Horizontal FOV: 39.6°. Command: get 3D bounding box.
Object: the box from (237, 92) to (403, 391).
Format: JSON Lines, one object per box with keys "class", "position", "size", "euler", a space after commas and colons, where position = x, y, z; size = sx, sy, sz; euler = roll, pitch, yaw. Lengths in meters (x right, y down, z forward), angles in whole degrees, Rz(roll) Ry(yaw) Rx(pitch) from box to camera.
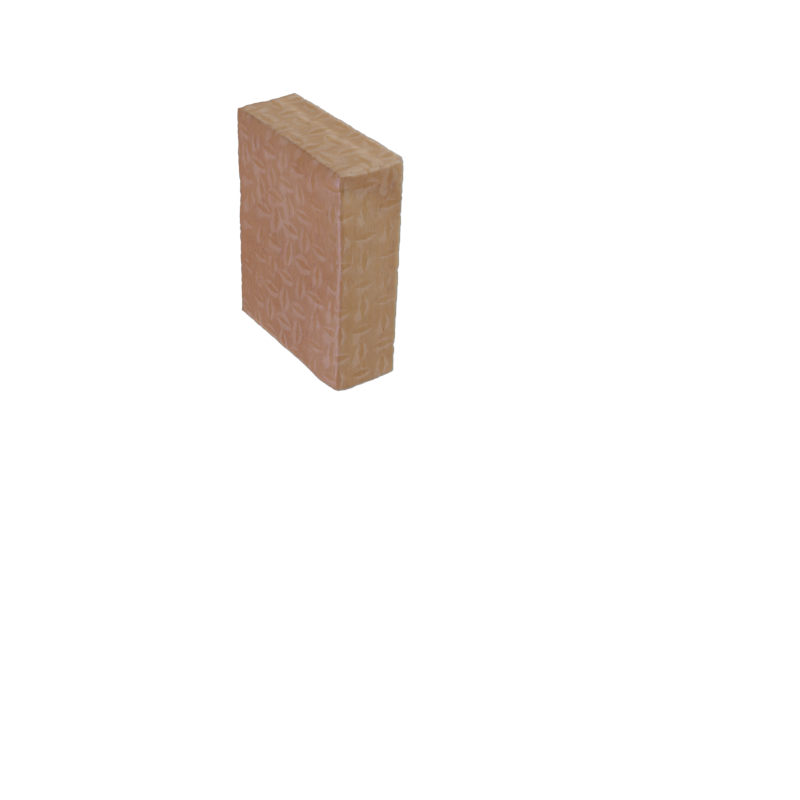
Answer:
{"class": "box", "position": [-0.076, -0.139, 0.974], "size": [0.071, 0.201, 0.177], "euler": [-19, 39, -30]}
